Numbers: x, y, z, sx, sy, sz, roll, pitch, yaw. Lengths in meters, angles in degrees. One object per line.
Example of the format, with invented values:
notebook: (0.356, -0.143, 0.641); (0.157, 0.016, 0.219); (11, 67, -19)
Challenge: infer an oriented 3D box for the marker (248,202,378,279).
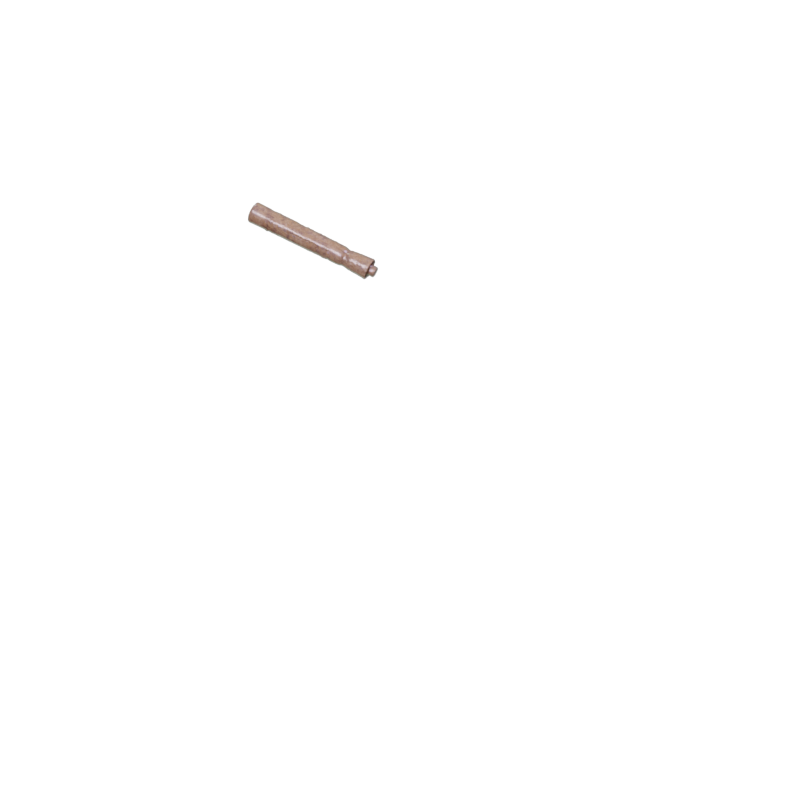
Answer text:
marker: (-0.074, -0.136, 0.949); (0.125, 0.019, 0.019); (28, 10, 14)
